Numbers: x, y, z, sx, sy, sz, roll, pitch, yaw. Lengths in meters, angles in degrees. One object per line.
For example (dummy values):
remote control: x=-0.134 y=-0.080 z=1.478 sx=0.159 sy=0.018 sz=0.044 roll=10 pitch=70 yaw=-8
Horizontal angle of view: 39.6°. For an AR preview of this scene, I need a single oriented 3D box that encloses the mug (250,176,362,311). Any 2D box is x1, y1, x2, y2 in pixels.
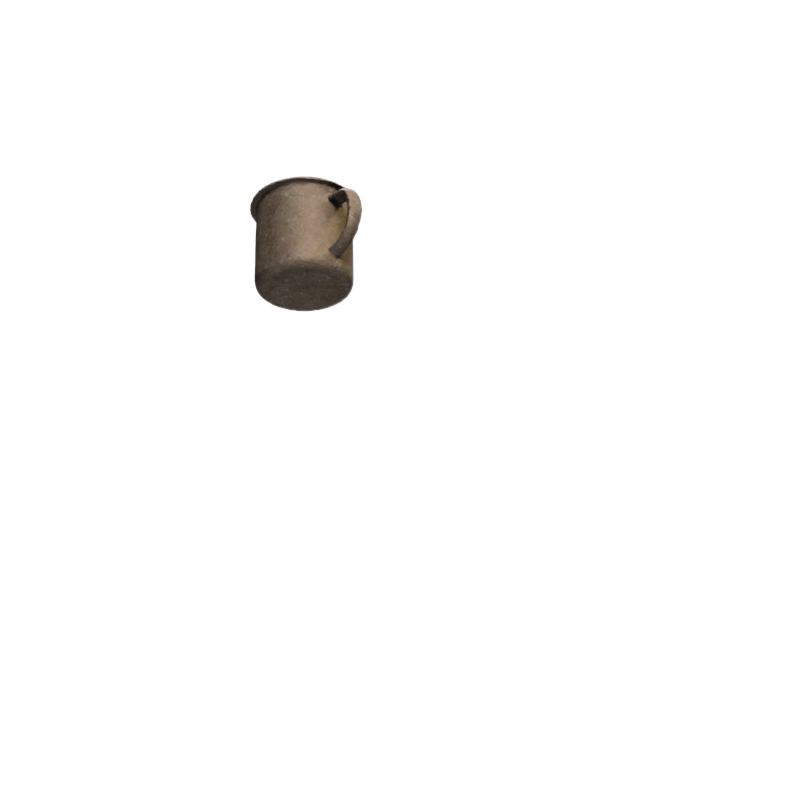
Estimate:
mug: x=-0.072 y=-0.131 z=0.920 sx=0.088 sy=0.087 sz=0.117 roll=23 pitch=-37 yaw=-36
